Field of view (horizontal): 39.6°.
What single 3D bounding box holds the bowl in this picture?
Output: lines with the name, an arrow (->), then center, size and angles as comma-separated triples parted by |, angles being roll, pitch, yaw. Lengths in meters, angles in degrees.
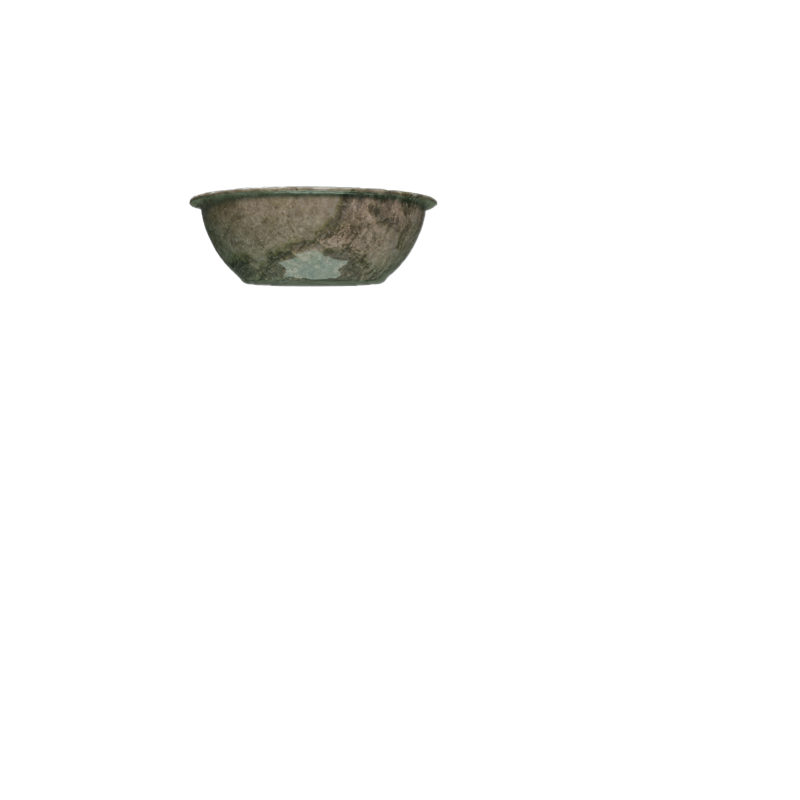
bowl -> -0.057, -0.103, 0.722 | 0.162, 0.055, 0.162 | 0, 3, -2
